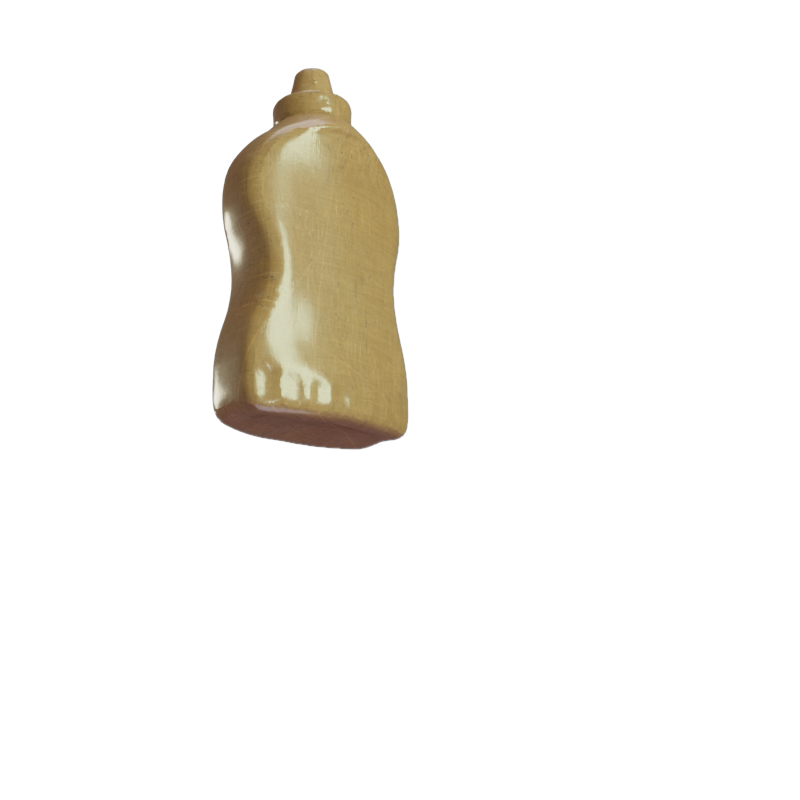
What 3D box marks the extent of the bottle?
[{"bbox_3d":[-0.043,-0.078,0.546,0.091,0.202,0.058,14,-27,-35],"label":"bottle"}]
